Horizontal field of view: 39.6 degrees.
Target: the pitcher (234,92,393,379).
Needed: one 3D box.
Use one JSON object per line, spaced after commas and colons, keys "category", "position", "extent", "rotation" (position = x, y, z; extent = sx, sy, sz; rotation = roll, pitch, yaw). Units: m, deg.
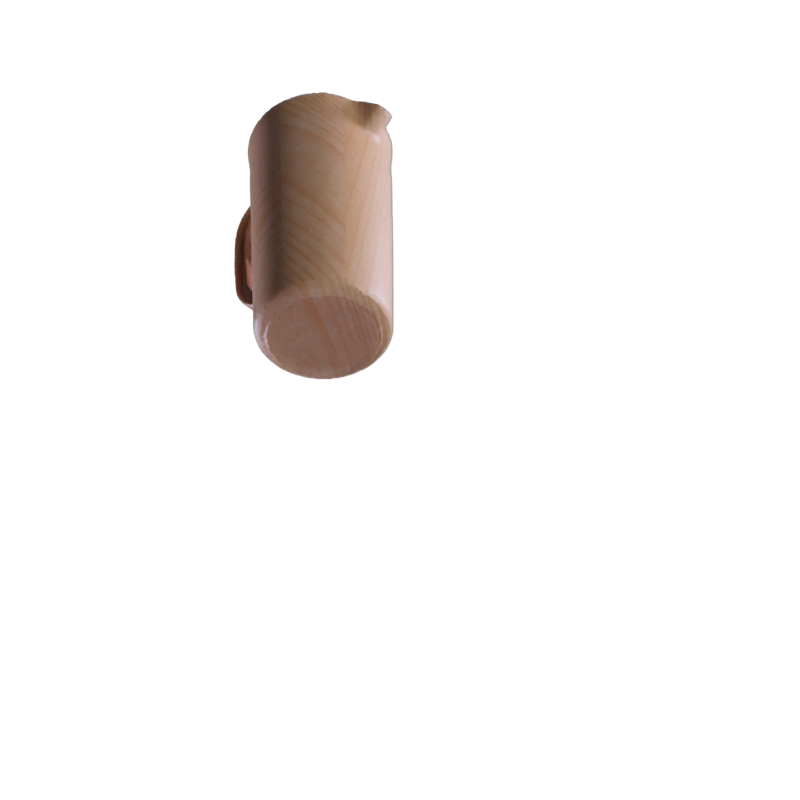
{"category": "pitcher", "position": [-0.073, -0.133, 0.934], "extent": [0.145, 0.139, 0.261], "rotation": [-1, 45, -3]}
